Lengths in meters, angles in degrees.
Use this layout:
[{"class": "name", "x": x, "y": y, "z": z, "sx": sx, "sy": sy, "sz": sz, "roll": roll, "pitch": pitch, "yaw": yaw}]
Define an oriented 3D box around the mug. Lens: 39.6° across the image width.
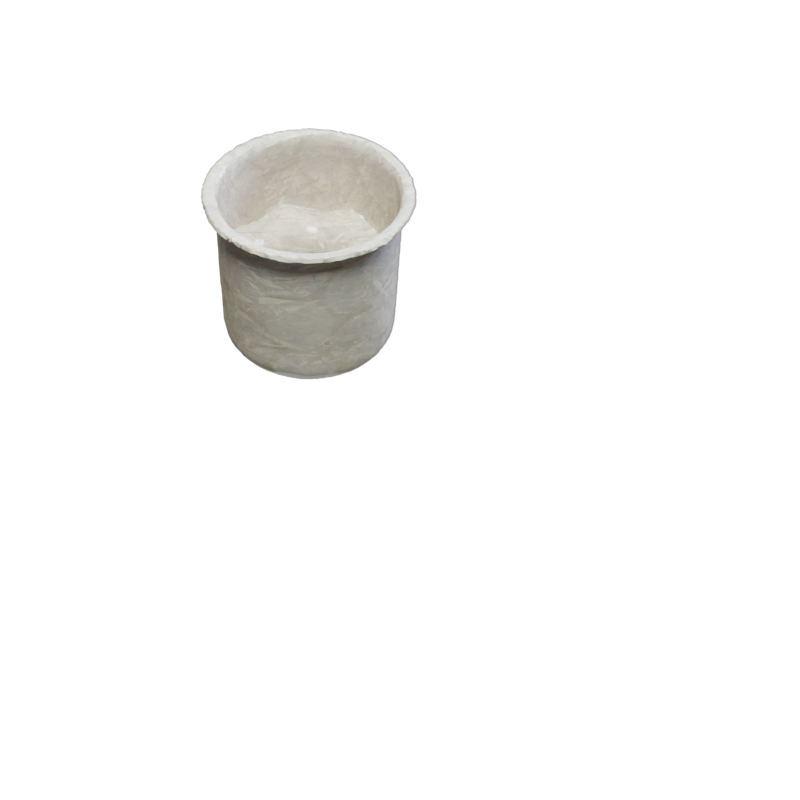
[{"class": "mug", "x": -0.040, "y": -0.073, "z": 0.514, "sx": 0.094, "sy": 0.076, "sz": 0.125, "roll": 6, "pitch": 45, "yaw": 4}]
